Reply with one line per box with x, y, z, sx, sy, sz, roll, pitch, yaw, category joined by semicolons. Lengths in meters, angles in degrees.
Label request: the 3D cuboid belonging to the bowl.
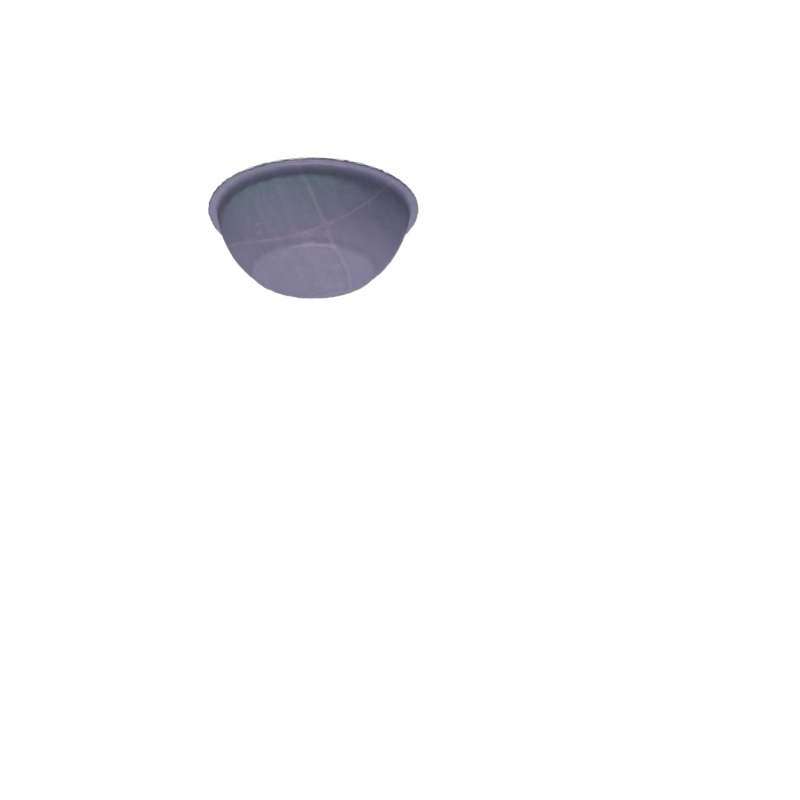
-0.066;-0.120;0.841;0.162;0.058;0.154;1;-22;-2;bowl
